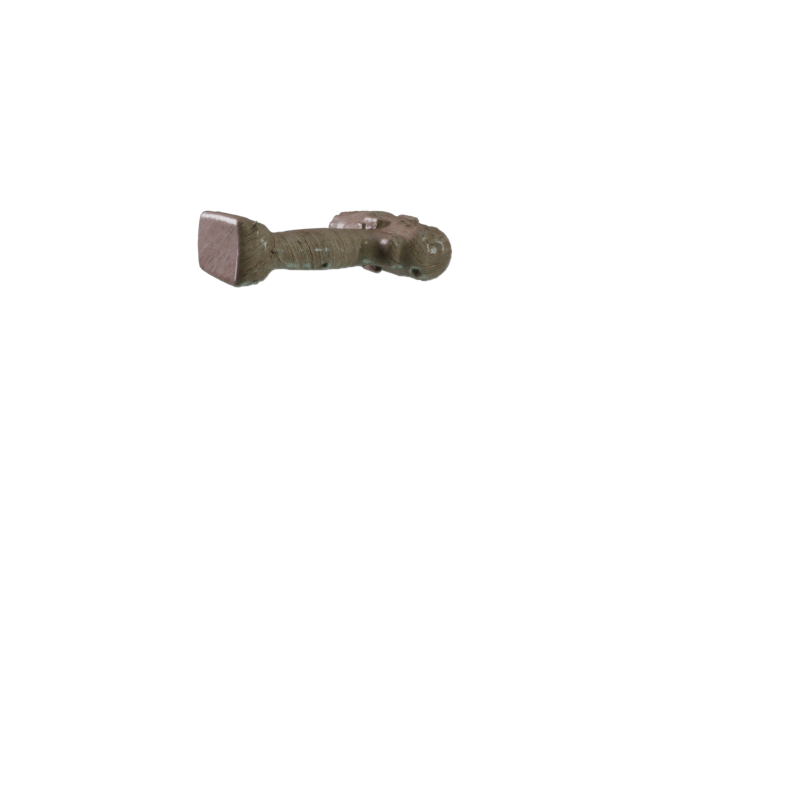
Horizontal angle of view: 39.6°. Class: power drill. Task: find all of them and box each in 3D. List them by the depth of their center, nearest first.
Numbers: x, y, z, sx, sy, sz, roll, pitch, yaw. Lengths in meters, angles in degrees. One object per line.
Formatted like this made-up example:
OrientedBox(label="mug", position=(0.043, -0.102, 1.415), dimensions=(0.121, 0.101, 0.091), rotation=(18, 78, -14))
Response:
OrientedBox(label="power drill", position=(-0.075, -0.136, 0.953), dimensions=(0.183, 0.056, 0.194), rotation=(-6, 15, -25))
